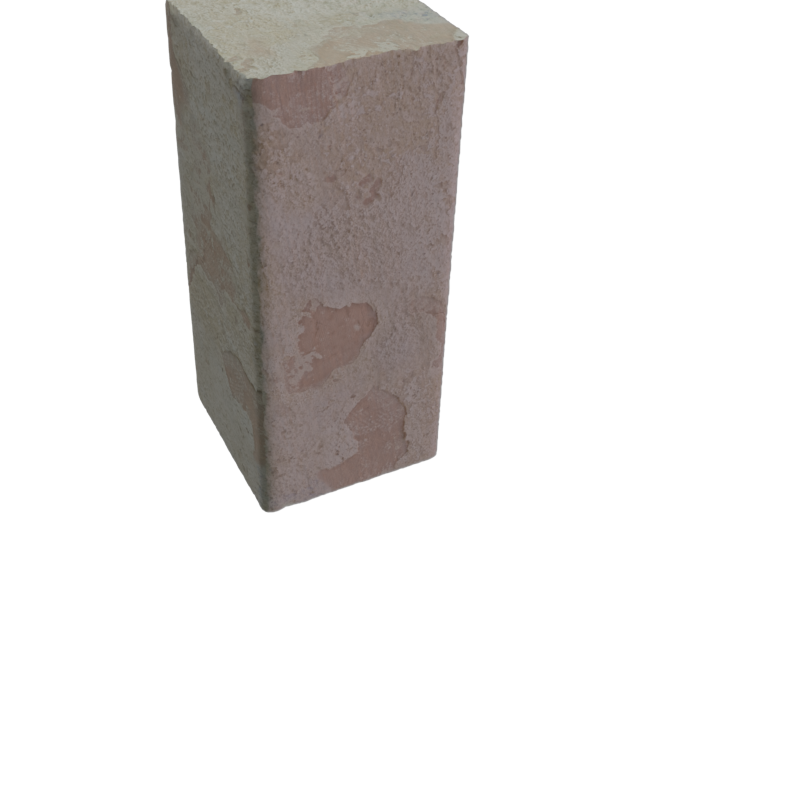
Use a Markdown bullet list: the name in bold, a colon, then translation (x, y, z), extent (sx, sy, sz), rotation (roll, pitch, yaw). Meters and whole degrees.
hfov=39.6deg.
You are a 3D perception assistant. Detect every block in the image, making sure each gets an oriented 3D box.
- **block**: translation (-0.038, -0.067, 0.470), extent (0.089, 0.193, 0.098), rotation (-15, 41, -22)
